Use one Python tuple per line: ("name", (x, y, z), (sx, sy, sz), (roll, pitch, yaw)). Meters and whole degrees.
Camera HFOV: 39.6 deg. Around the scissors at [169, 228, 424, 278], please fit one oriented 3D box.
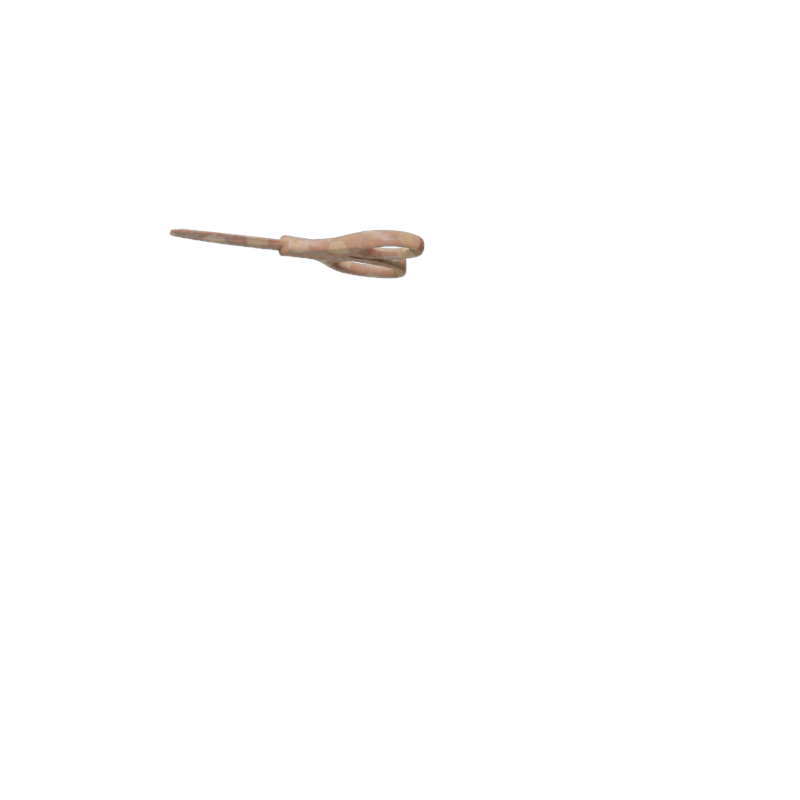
("scissors", (-0.067, -0.123, 0.860), (0.192, 0.016, 0.097), (9, -15, -35))
